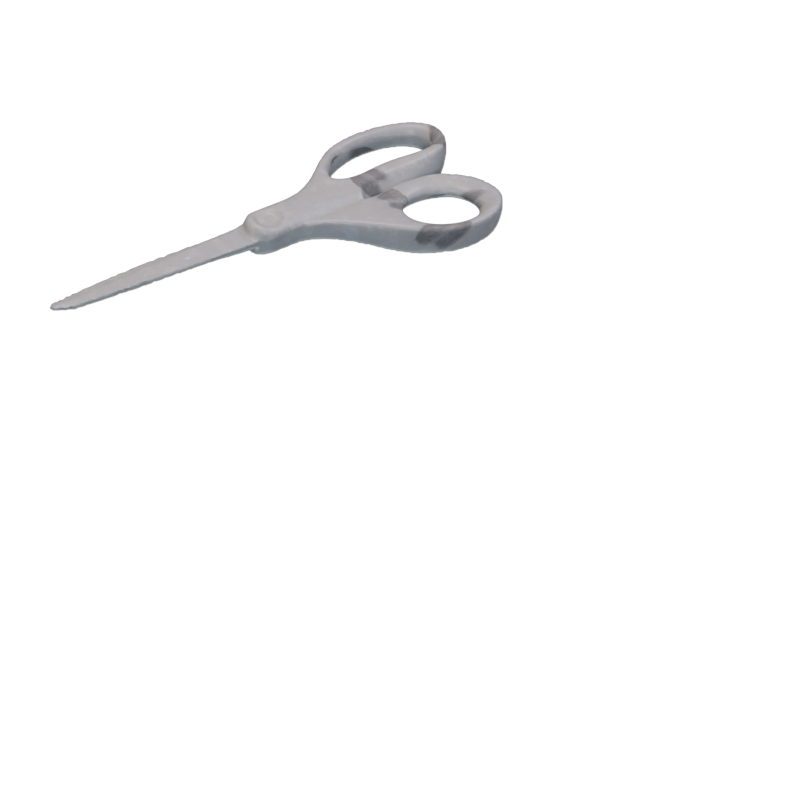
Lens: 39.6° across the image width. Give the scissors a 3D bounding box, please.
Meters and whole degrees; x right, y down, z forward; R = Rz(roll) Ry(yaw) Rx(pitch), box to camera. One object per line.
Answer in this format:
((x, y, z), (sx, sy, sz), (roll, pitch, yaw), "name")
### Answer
((-0.036, -0.066, 0.464), (0.102, 0.015, 0.204), (28, 49, 28), "scissors")
